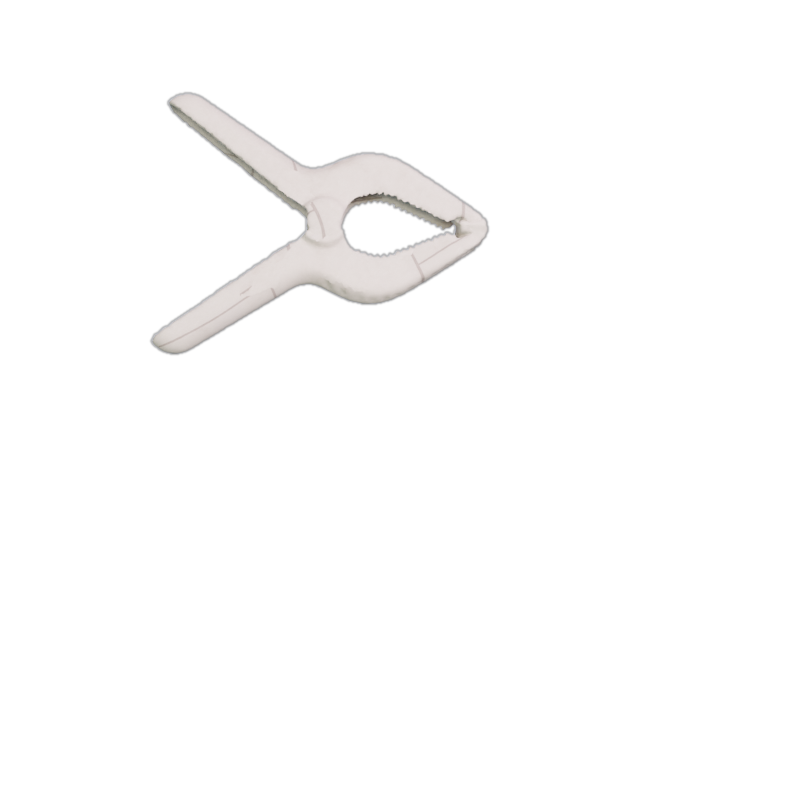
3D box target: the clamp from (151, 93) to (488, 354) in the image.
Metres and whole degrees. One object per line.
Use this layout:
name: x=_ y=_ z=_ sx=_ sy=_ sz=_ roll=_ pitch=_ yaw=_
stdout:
clamp: x=-0.054 y=-0.098 z=0.688 sx=0.210 sy=0.168 sz=0.035 roll=9 pitch=-11 yaw=2
